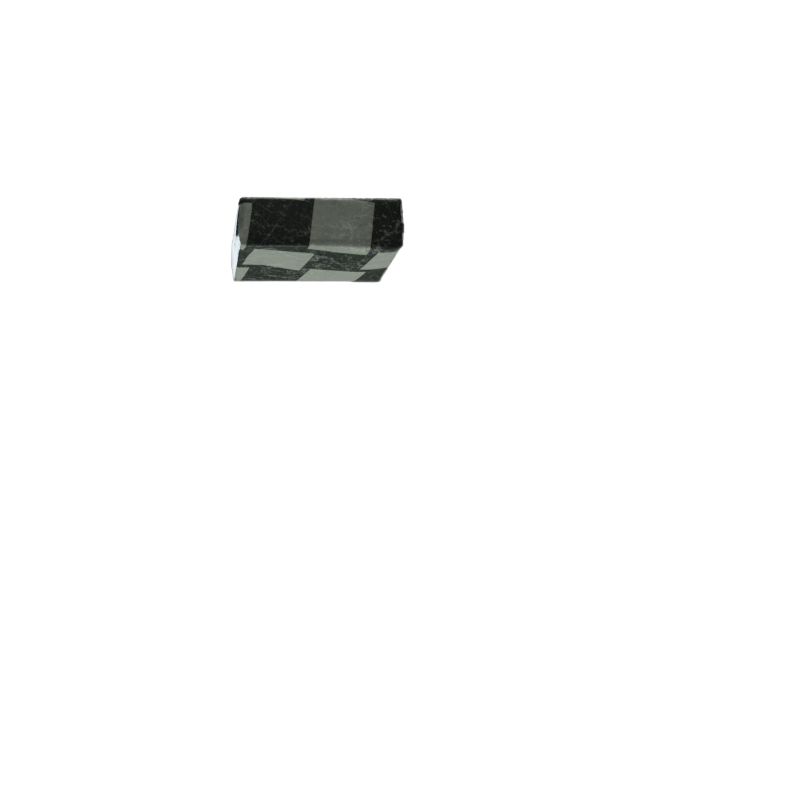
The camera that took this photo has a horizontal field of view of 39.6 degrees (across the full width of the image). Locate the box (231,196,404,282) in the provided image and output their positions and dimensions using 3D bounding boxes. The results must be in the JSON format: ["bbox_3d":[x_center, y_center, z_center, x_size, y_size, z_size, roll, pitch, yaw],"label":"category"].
[{"bbox_3d":[-0.061,-0.111,0.775,0.112,0.040,0.088,1,-11,-9],"label":"box"}]
